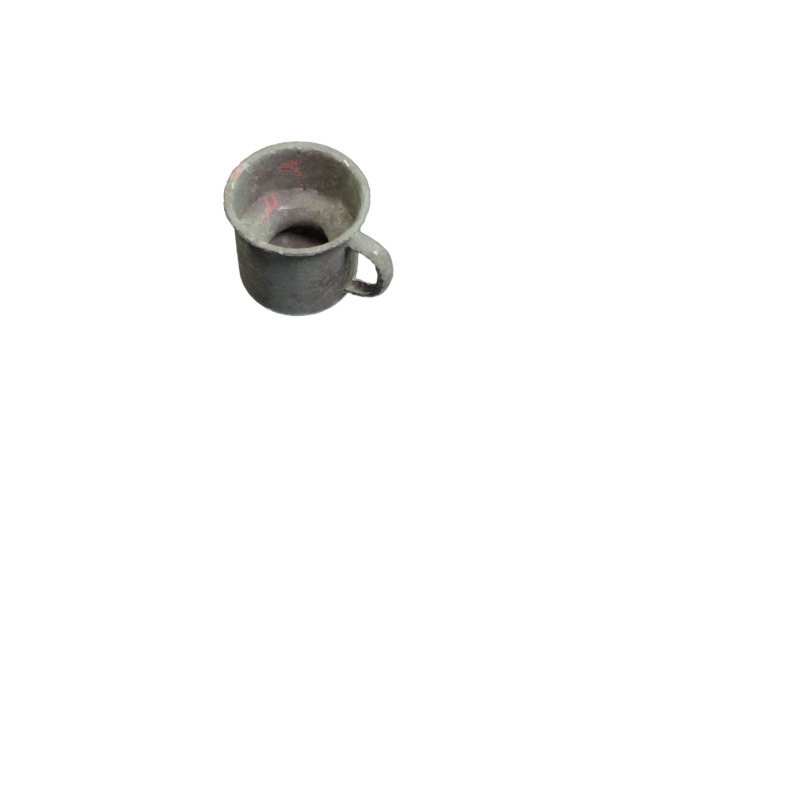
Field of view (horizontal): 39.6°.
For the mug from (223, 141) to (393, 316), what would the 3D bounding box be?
[{"bbox_3d":[-0.057,-0.104,0.725,0.121,0.096,0.076,26,-31,15],"label":"mug"}]
